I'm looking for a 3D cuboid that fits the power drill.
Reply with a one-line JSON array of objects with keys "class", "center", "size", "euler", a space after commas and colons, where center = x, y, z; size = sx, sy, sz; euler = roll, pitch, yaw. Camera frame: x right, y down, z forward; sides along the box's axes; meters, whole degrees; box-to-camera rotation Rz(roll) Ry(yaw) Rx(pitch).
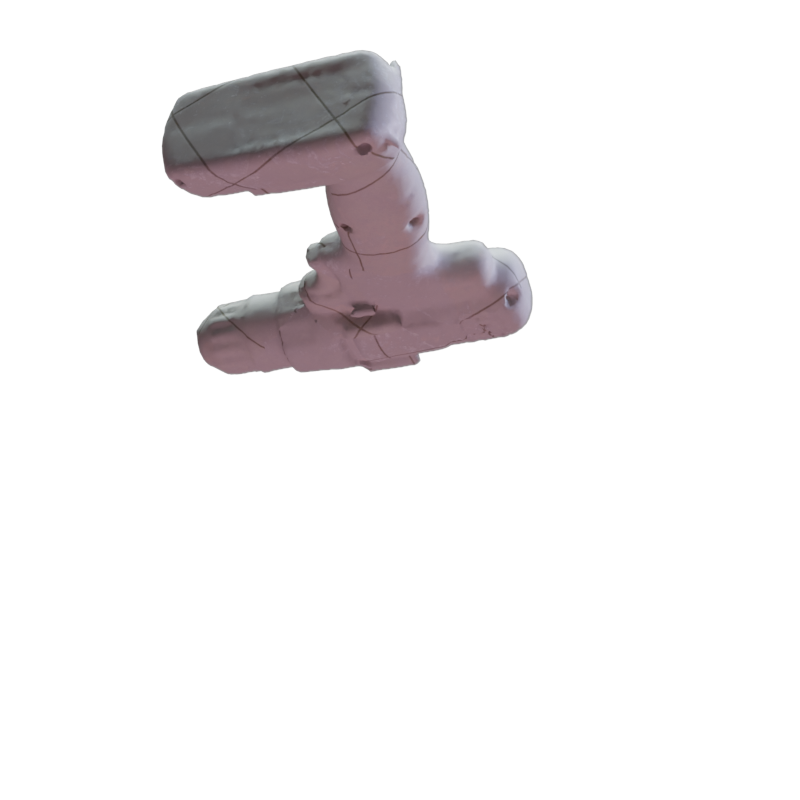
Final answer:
[{"class": "power drill", "center": [-0.042, -0.077, 0.541], "size": [0.187, 0.061, 0.173], "euler": [-10, -33, 16]}]
